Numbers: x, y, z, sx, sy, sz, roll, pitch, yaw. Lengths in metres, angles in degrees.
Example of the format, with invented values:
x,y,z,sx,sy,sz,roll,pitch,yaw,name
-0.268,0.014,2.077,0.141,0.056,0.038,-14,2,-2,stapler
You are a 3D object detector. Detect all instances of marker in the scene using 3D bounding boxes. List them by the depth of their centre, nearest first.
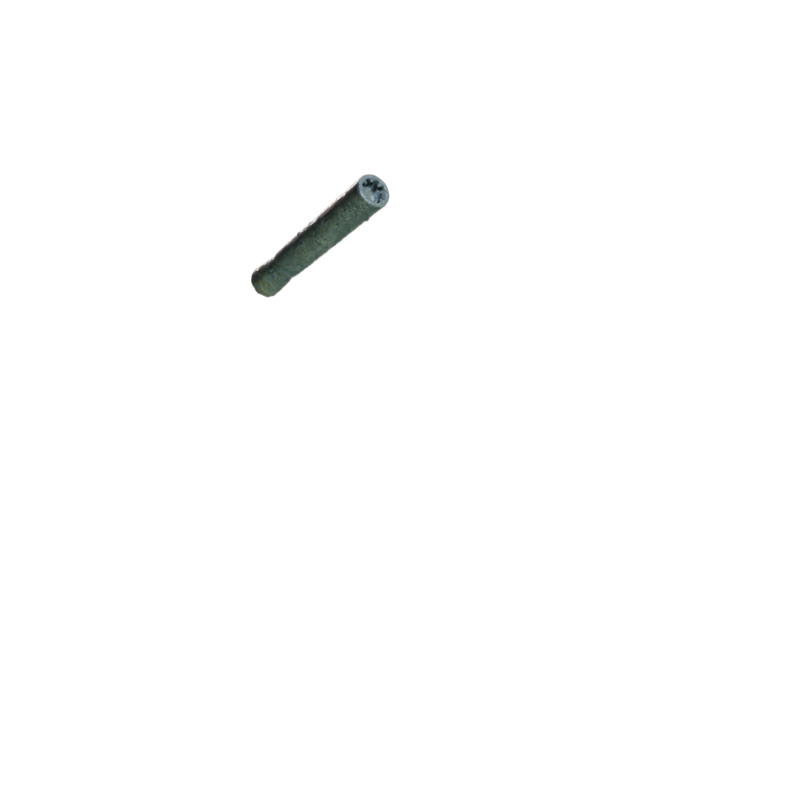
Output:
x,y,z,sx,sy,sz,roll,pitch,yaw,name
-0.046,-0.085,0.593,0.019,0.021,0.120,-2,-18,-37,marker
